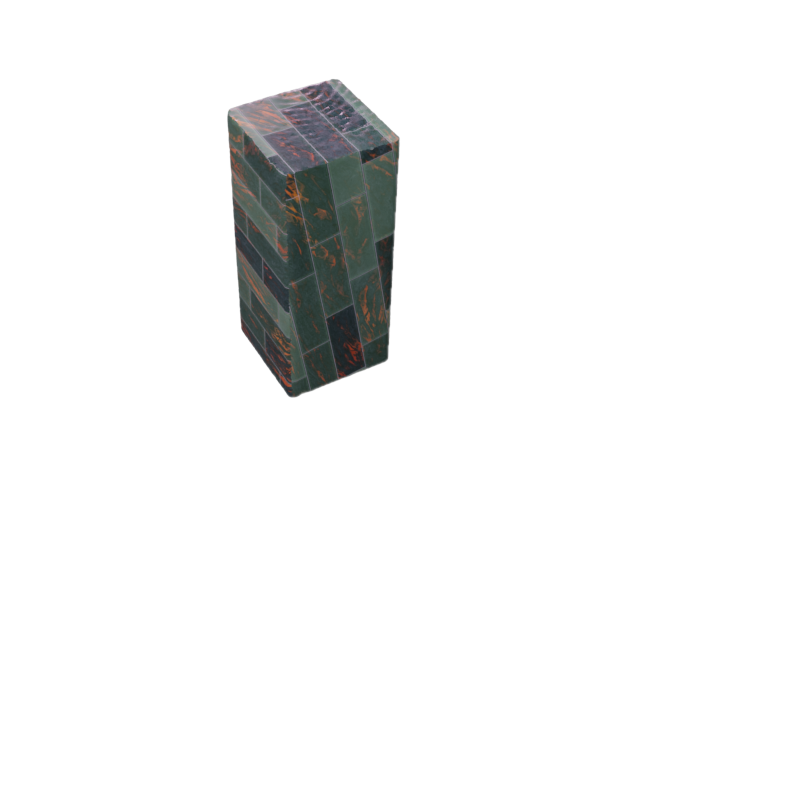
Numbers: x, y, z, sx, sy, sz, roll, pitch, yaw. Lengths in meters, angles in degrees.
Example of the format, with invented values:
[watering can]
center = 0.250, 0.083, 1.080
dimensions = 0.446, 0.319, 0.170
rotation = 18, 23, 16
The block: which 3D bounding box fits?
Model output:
[block]
center = -0.064, -0.115, 0.806
dimensions = 0.089, 0.192, 0.098
rotation = -20, 48, -23
